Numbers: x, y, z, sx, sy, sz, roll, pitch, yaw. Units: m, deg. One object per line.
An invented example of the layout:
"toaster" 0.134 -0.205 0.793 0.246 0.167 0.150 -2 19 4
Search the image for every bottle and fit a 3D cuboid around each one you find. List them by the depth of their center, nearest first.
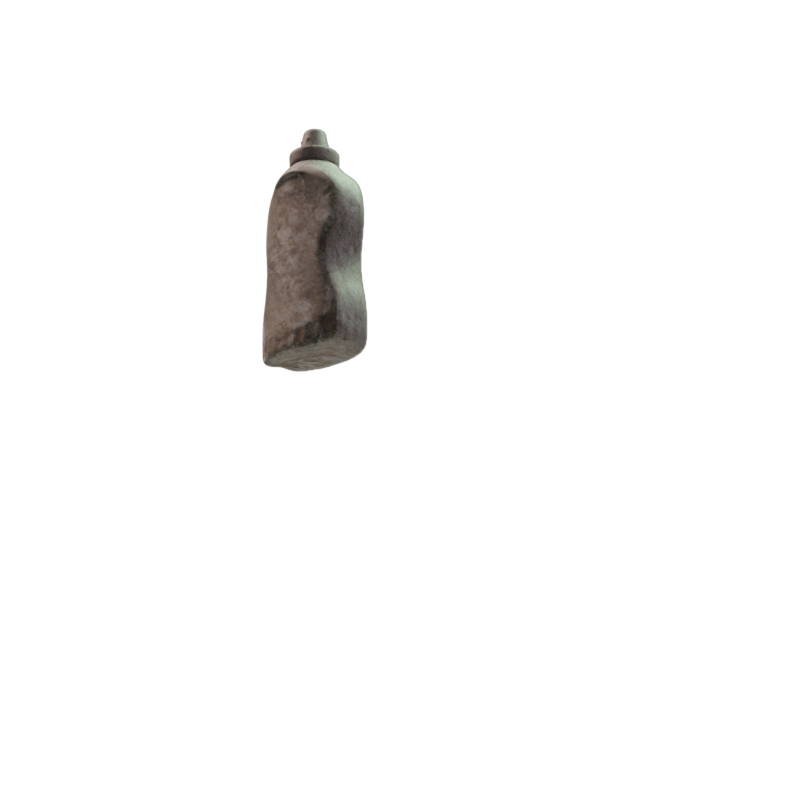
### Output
"bottle" -0.068 -0.124 0.873 0.055 0.201 0.097 14 -24 -36
